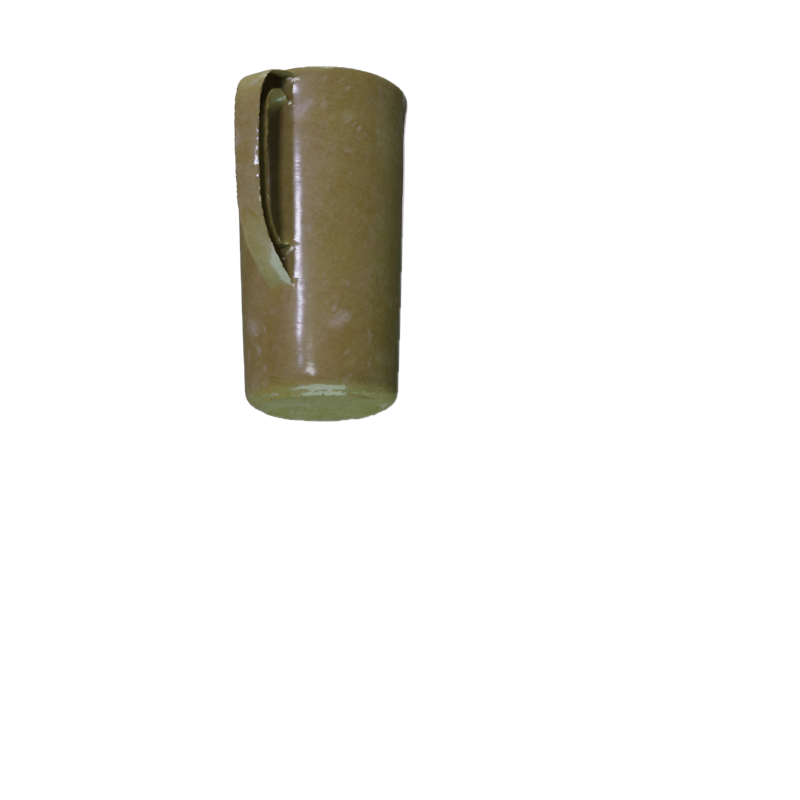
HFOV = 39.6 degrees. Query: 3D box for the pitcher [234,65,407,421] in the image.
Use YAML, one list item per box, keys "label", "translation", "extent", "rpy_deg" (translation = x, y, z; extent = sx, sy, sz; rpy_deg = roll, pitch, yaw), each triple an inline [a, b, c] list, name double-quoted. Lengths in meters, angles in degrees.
- label: "pitcher"
  translation: [-0.063, -0.115, 0.809]
  extent: [0.145, 0.254, 0.142]
  rpy_deg: [5, -19, -18]
